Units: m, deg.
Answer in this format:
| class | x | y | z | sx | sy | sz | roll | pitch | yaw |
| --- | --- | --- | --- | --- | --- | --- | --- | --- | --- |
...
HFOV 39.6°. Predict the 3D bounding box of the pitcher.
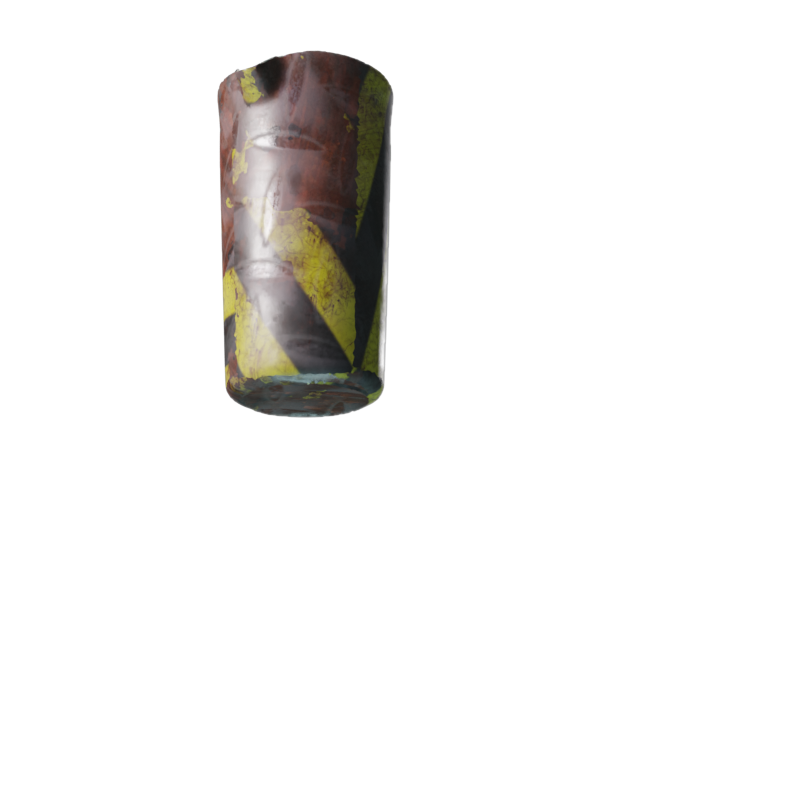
| class | x | y | z | sx | sy | sz | roll | pitch | yaw |
| --- | --- | --- | --- | --- | --- | --- | --- | --- | --- |
| pitcher | -0.063 | -0.115 | 0.802 | 0.145 | 0.255 | 0.142 | 6 | -22 | -18 |
